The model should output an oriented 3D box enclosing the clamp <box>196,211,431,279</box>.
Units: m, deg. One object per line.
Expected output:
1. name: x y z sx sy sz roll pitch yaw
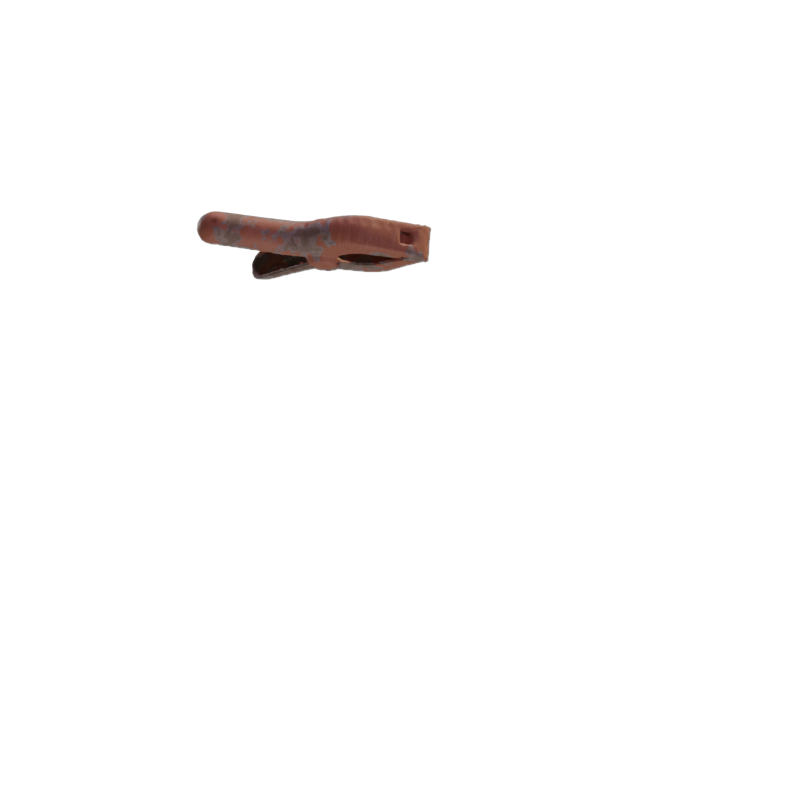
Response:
1. clamp: -0.066 -0.120 0.843 0.176 0.040 0.114 -3 -6 27
